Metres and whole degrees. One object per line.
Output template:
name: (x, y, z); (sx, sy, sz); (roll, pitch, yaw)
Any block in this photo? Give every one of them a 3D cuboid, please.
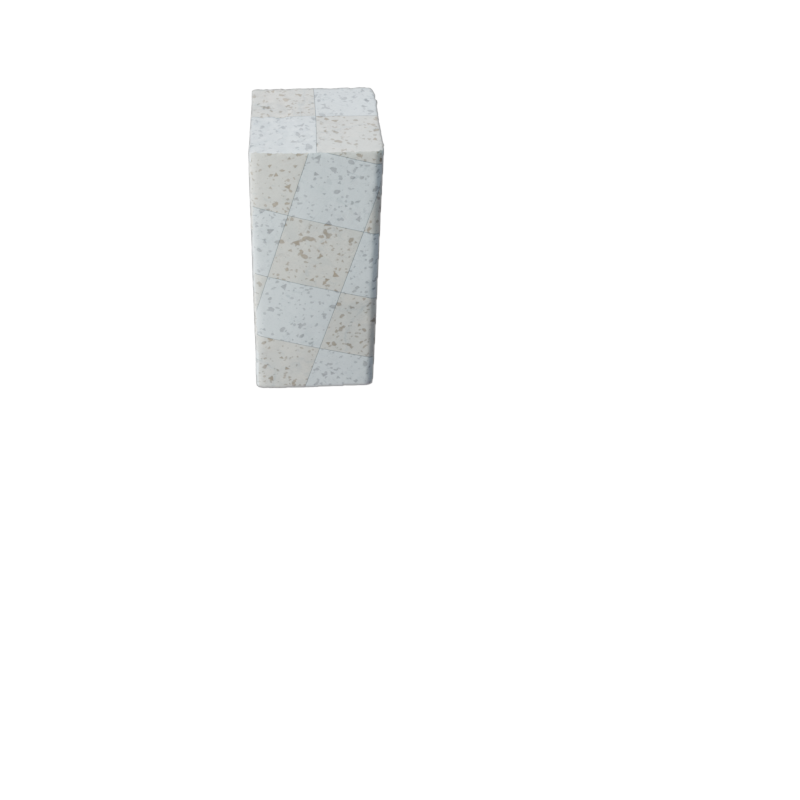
block: (-0.063, -0.116, 0.811); (0.090, 0.193, 0.097); (-1, 38, -4)
